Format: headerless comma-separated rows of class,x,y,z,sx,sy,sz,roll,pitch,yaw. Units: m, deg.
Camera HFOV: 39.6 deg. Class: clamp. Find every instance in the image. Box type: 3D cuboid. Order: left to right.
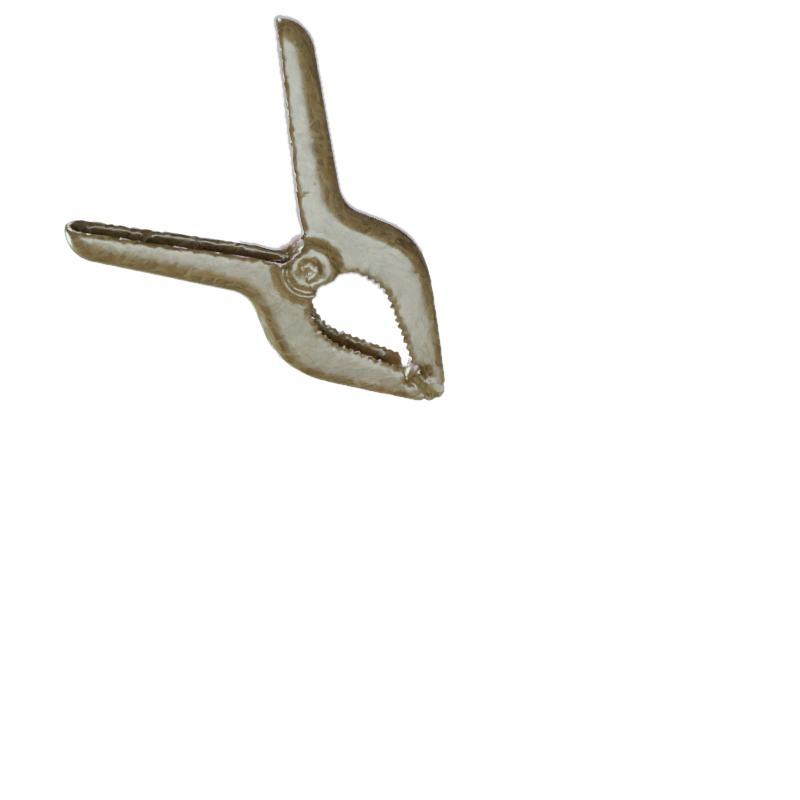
clamp,-0.045,-0.082,0.577,0.204,0.162,0.038,38,15,-12
